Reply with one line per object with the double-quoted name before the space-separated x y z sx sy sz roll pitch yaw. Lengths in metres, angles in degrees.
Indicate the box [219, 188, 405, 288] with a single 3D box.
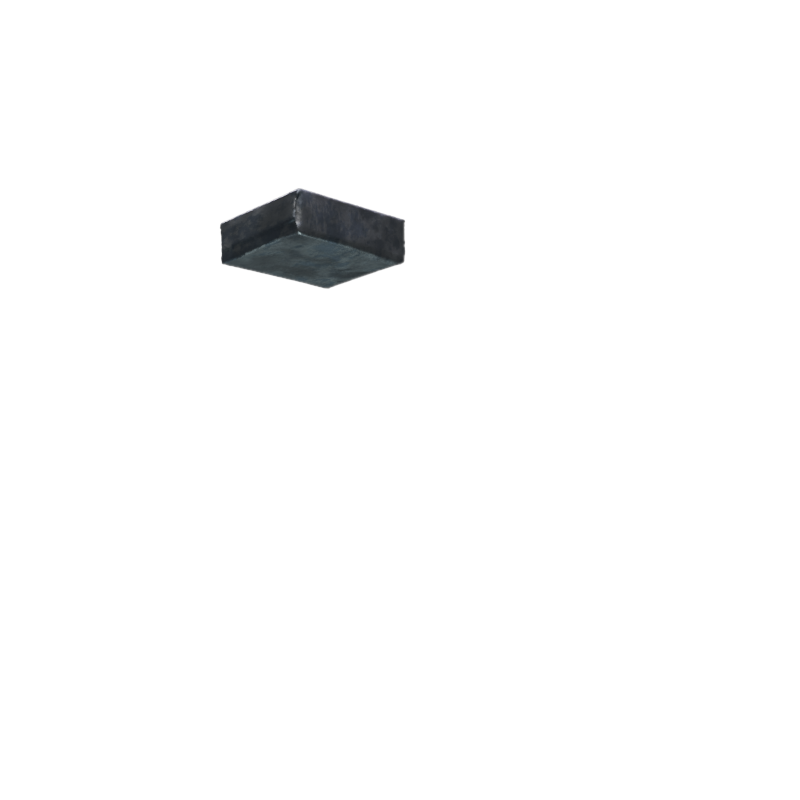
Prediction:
"box" -0.065 -0.119 0.833 0.107 0.040 0.091 12 -18 -43
